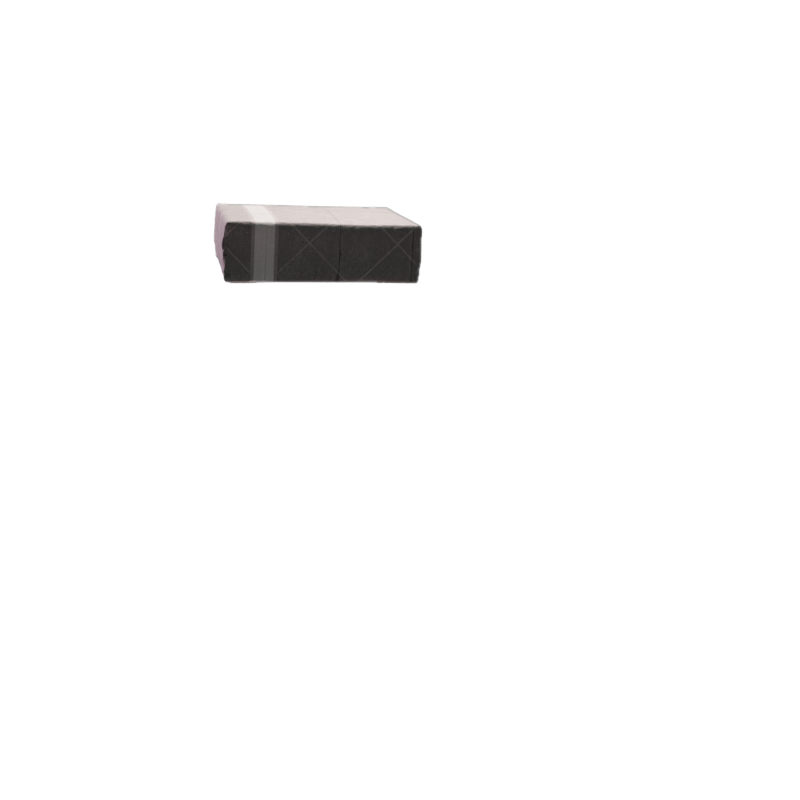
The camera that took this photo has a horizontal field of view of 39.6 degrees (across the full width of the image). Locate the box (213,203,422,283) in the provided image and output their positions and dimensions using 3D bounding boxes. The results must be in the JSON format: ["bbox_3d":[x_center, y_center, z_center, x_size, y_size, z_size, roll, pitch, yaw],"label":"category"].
[{"bbox_3d":[-0.051,-0.093,0.653,0.112,0.038,0.093,-2,14,-10],"label":"box"}]
